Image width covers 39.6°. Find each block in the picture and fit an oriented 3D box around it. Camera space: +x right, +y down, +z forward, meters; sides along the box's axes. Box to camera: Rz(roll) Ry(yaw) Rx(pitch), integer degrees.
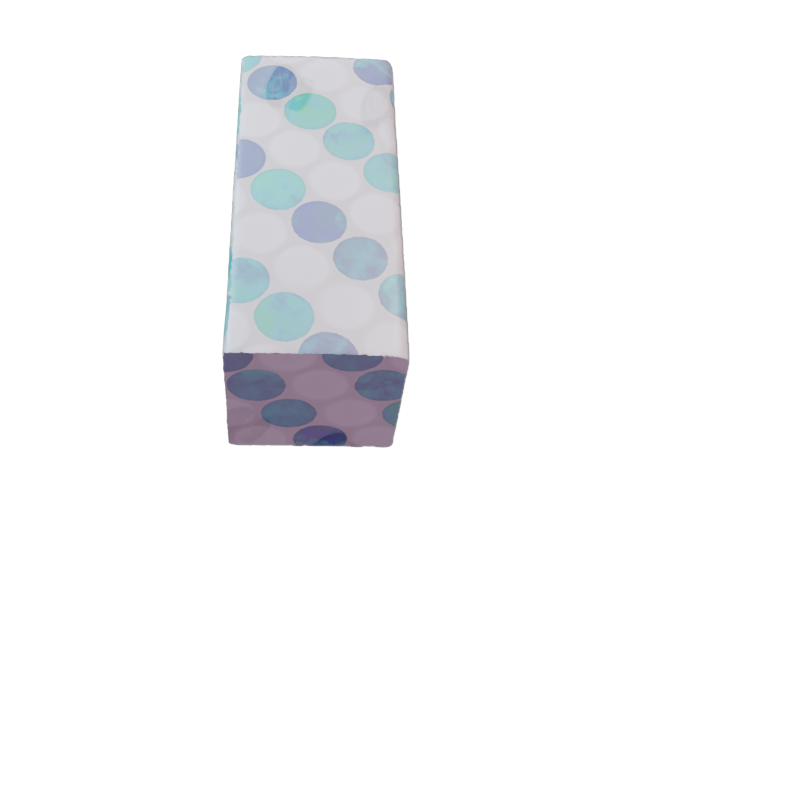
[{"bbox_3d":[-0.048,-0.088,0.616,0.090,0.221,0.085,1,-36,-5],"label":"block"}]
